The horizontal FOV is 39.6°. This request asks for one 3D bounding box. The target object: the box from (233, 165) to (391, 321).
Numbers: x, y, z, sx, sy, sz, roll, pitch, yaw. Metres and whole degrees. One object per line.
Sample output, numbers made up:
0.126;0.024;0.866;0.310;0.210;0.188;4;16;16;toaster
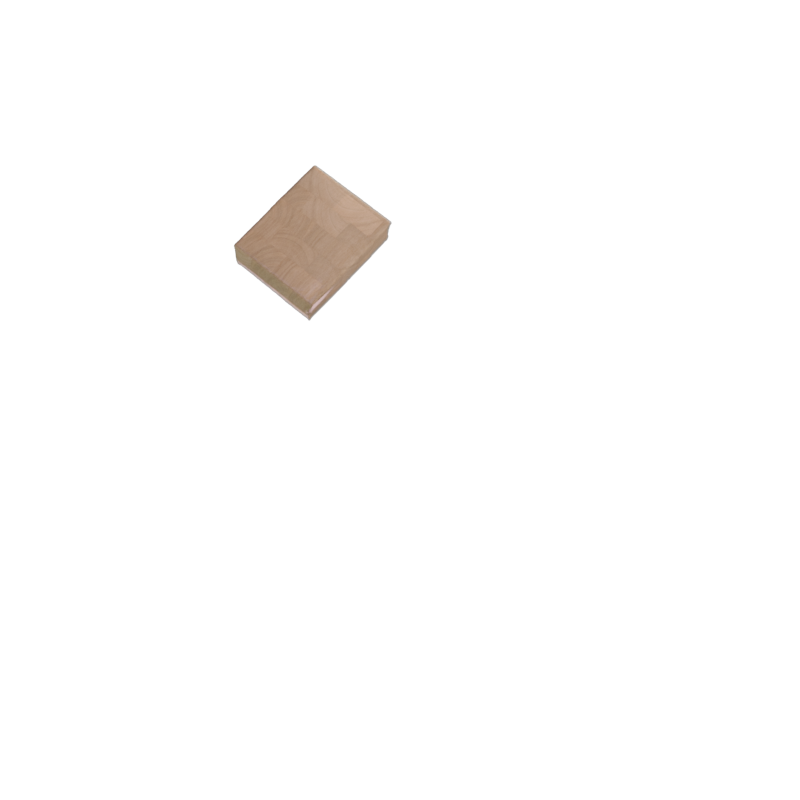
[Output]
-0.077;-0.140;0.980;0.093;0.115;0.037;37;-20;15;box
